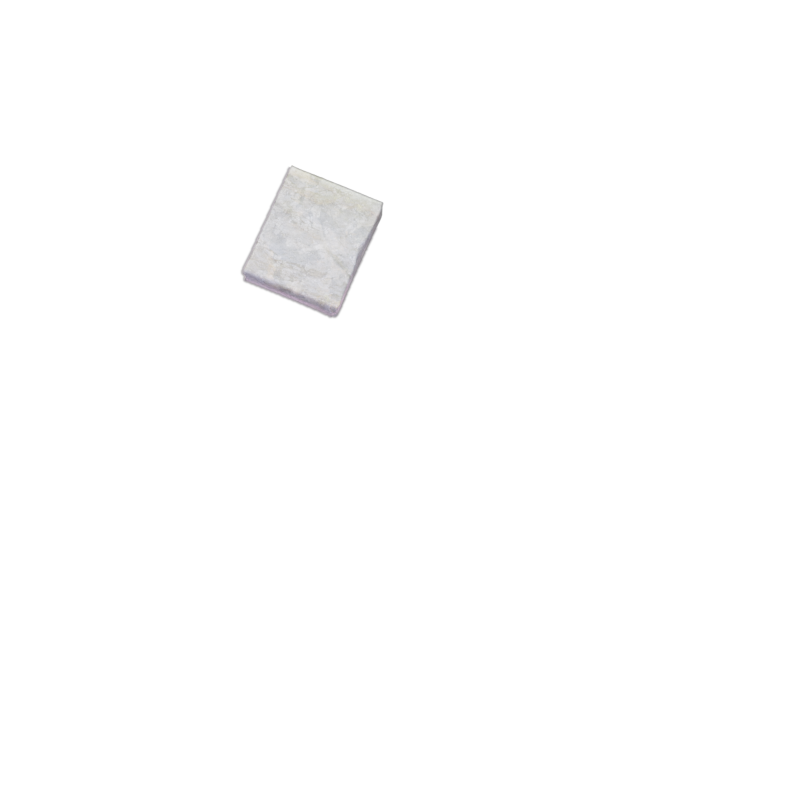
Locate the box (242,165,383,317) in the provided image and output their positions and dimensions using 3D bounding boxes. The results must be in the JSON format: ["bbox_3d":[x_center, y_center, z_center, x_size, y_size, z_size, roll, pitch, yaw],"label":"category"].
[{"bbox_3d":[-0.062,-0.113,0.790,0.074,0.092,0.029,22,-17,6],"label":"box"}]
